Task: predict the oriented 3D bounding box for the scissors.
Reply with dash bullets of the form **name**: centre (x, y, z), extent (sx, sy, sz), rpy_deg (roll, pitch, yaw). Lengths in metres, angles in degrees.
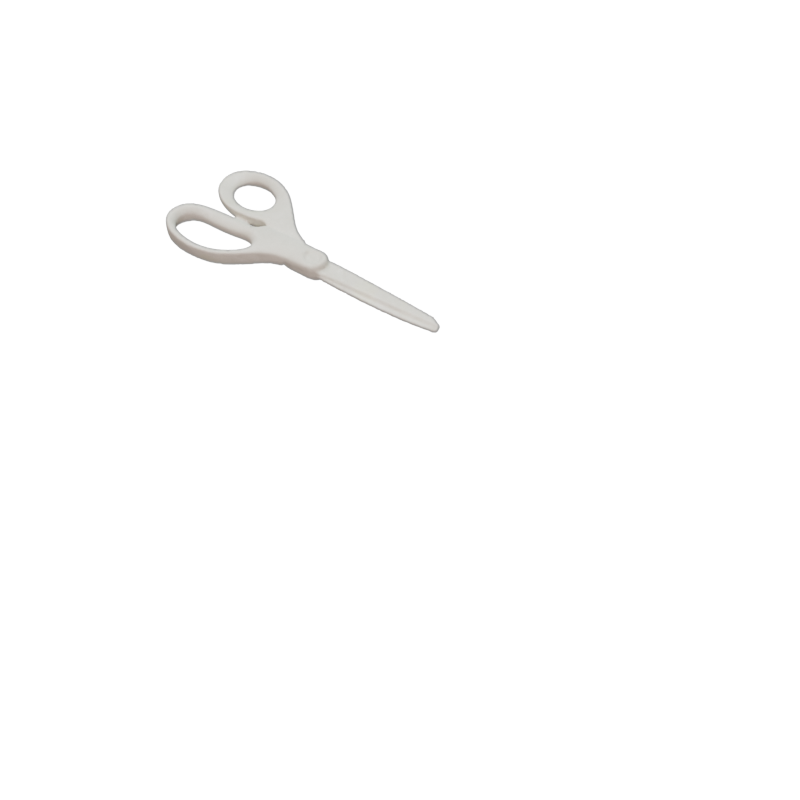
- **scissors**: centre (-0.058, -0.106, 0.745), extent (0.207, 0.100, 0.015), rpy_deg (16, -40, 14)
